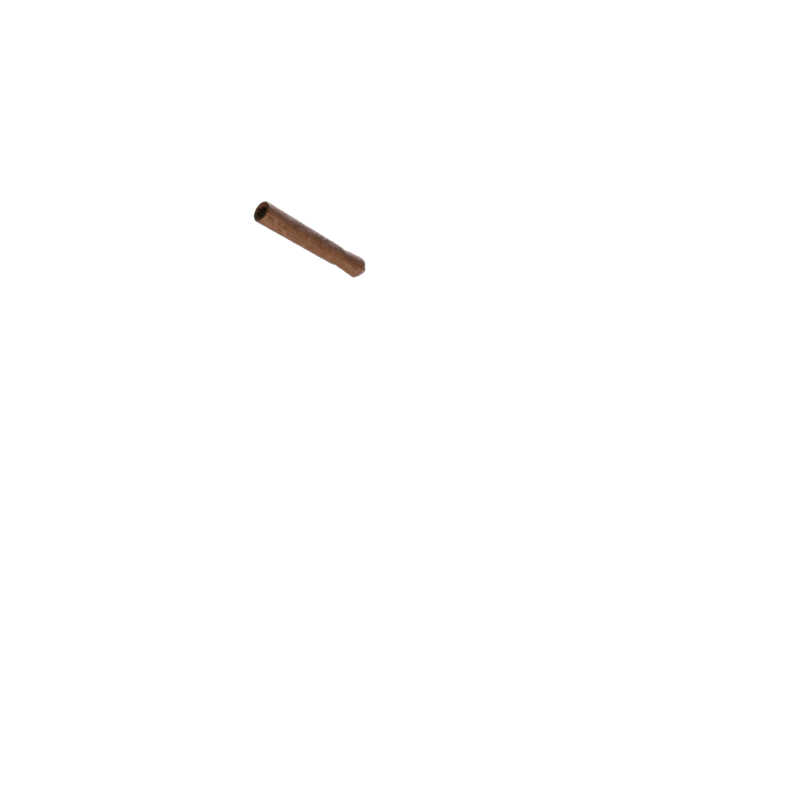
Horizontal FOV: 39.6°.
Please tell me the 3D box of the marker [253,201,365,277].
[{"bbox_3d":[-0.073,-0.134,0.939,0.113,0.020,0.021,27,-14,-37],"label":"marker"}]
